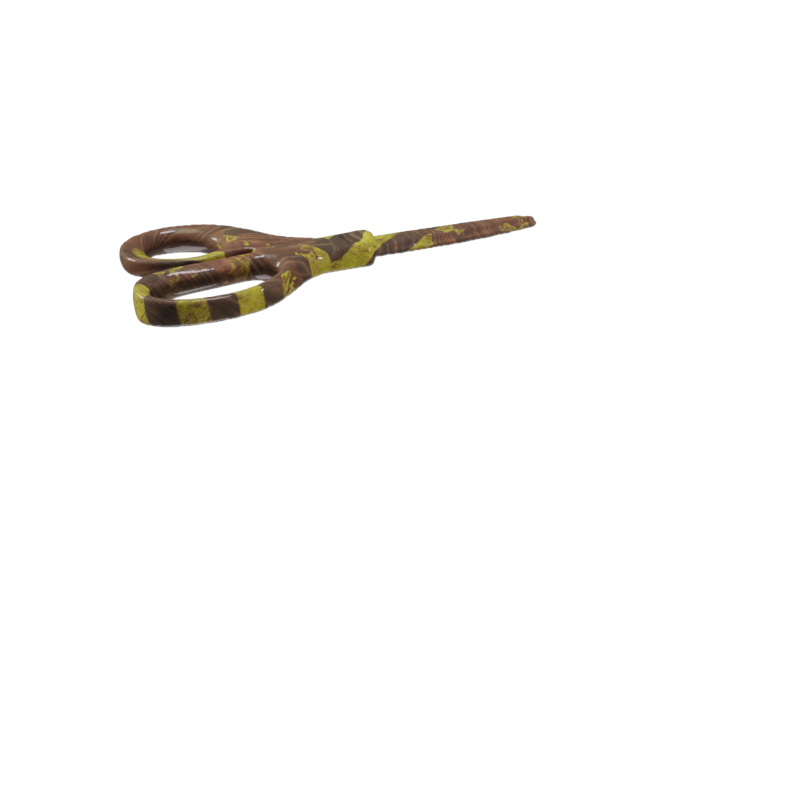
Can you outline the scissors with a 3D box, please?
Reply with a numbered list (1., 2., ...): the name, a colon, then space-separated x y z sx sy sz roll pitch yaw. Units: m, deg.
1. scissors: -0.040 -0.073 0.510 0.199 0.015 0.103 -22 35 -36
